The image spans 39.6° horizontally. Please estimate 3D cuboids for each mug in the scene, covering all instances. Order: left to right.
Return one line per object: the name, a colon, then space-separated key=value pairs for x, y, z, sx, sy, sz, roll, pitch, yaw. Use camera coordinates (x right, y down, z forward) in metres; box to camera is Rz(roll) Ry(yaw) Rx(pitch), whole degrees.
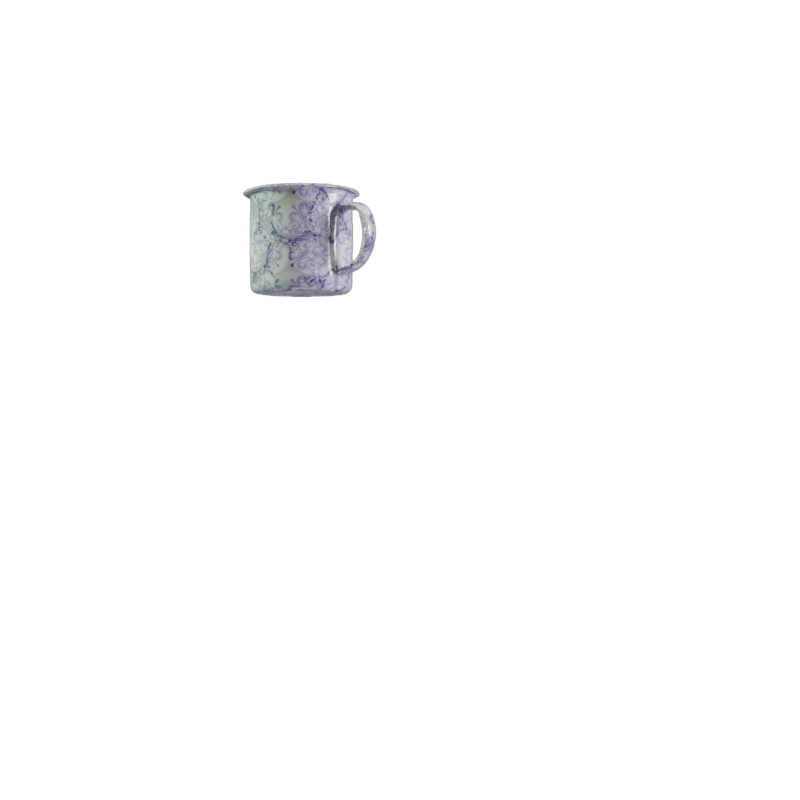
mug: x=-0.068 y=-0.125 z=0.874 sx=0.121 sy=0.083 sz=0.089 roll=-1 pitch=-3 yaw=35
